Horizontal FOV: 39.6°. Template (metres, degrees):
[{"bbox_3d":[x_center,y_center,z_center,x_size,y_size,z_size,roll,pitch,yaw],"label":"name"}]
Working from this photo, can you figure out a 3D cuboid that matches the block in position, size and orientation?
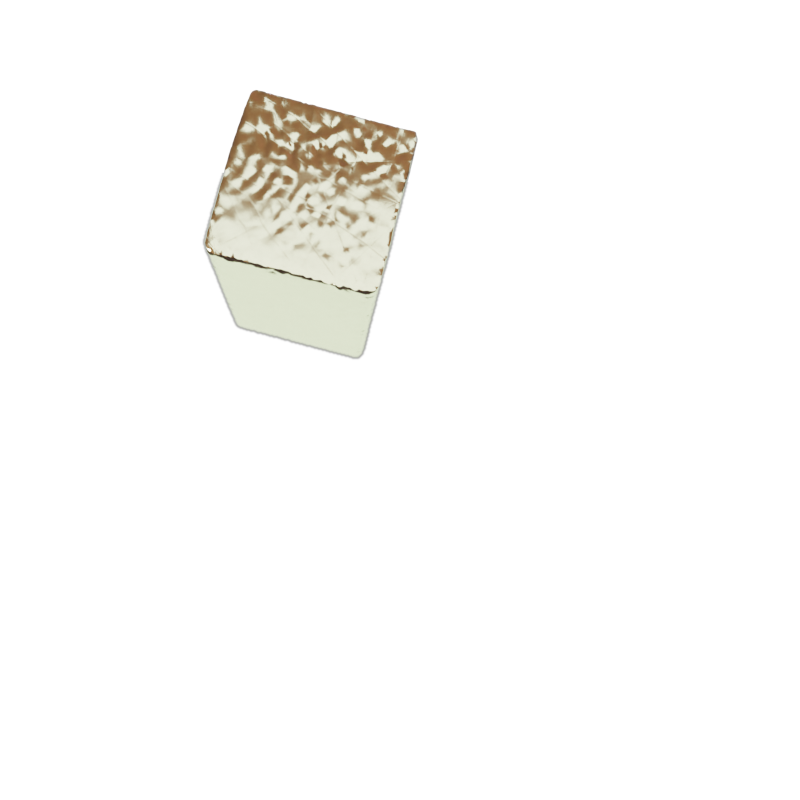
[{"bbox_3d":[-0.051,-0.092,0.647,0.091,0.092,0.201,15,-9,-1],"label":"block"}]
